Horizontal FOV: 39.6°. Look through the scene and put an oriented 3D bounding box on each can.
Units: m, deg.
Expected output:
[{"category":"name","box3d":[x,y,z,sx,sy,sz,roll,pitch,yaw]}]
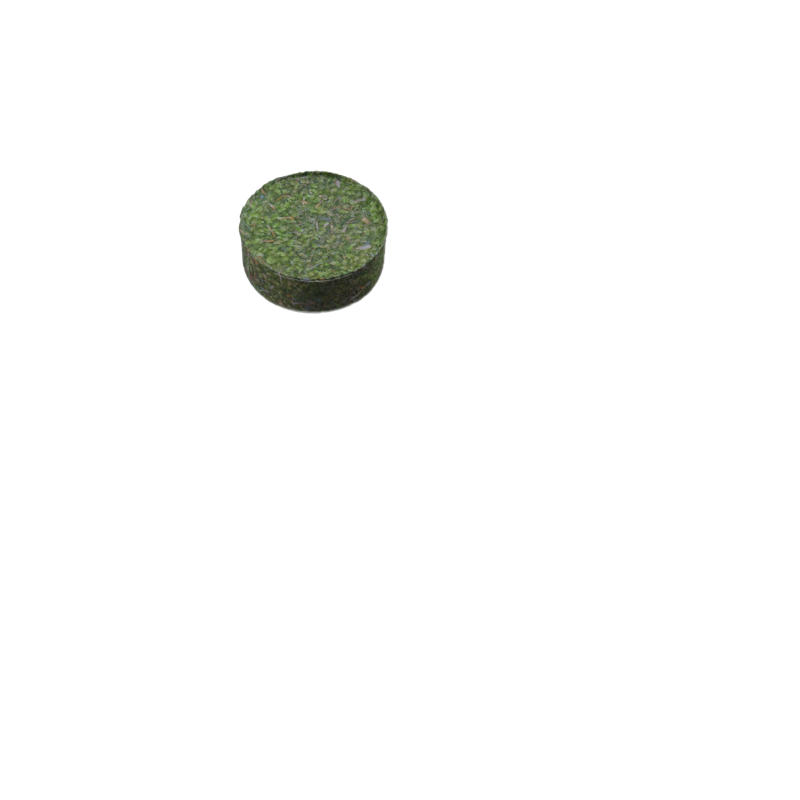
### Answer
[{"category":"can","box3d":[-0.051,-0.092,0.647,0.086,0.092,0.031,-1,-39,-1]}]
